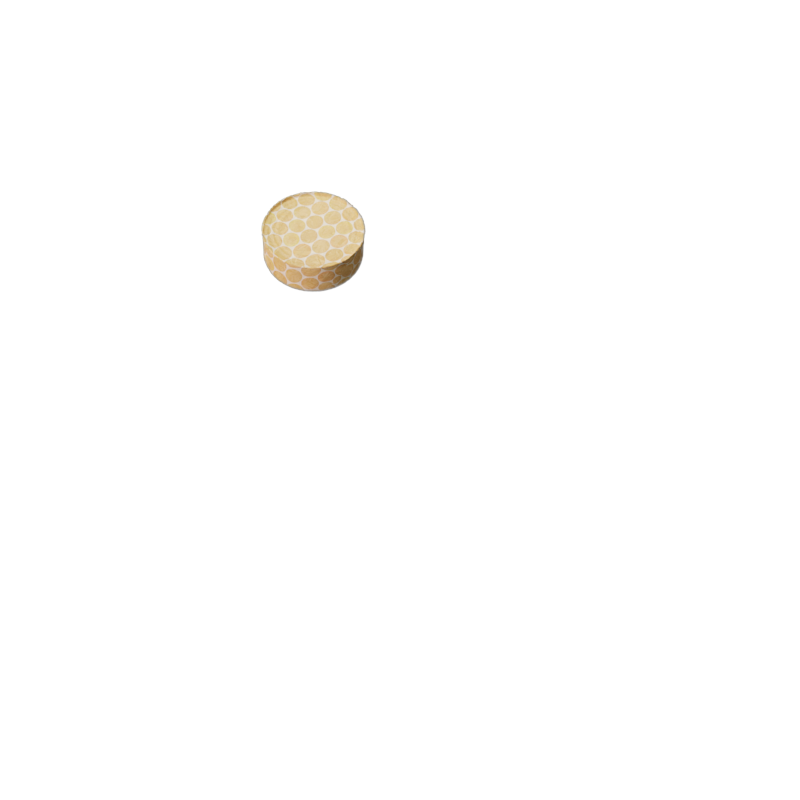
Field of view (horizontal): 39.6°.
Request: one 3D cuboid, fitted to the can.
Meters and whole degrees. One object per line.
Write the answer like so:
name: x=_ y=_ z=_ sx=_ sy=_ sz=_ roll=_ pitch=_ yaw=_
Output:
can: x=-0.072 y=-0.132 z=0.925 sx=0.086 sy=0.092 sz=0.031 roll=-1 pitch=-38 yaw=-1
